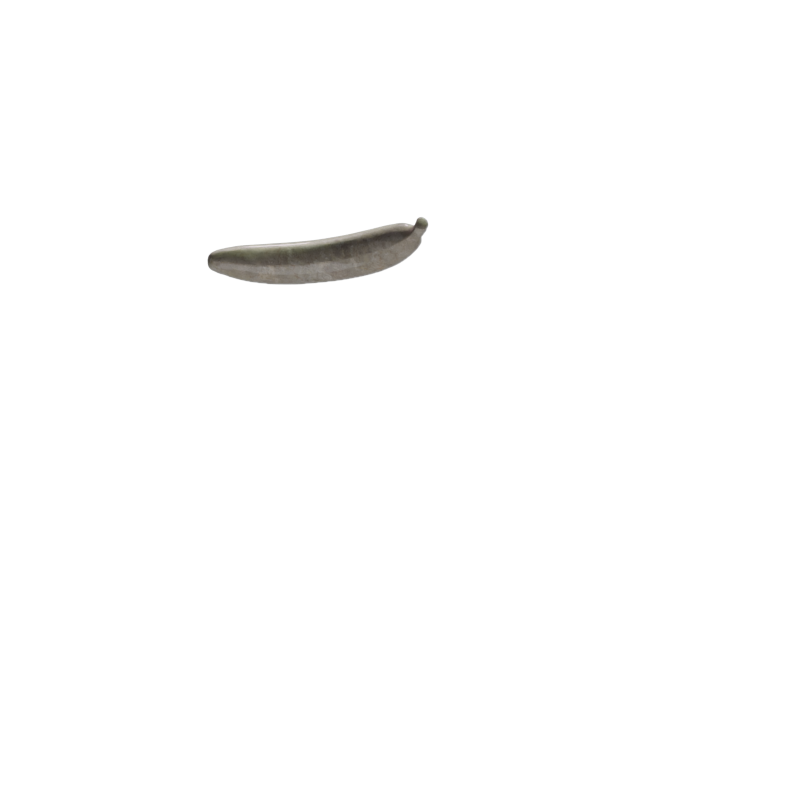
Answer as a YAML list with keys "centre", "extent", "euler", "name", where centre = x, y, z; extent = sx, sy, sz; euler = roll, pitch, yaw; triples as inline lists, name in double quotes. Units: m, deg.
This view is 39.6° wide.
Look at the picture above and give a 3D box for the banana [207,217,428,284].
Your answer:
- centre: [-0.064, -0.127, 0.952]
  extent: [0.200, 0.039, 0.064]
  euler: [-9, -28, 17]
  name: "banana"
